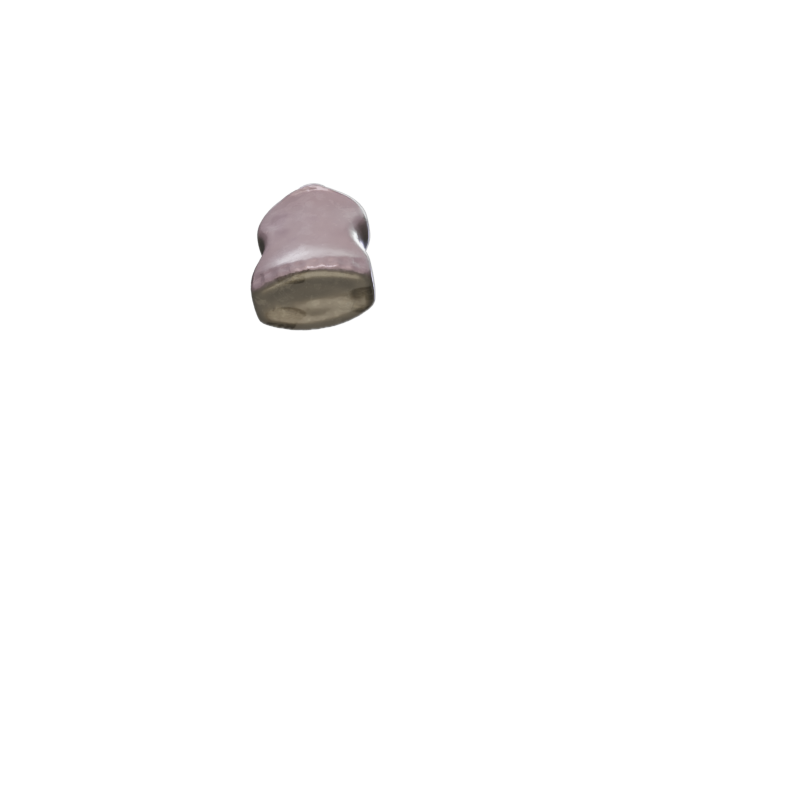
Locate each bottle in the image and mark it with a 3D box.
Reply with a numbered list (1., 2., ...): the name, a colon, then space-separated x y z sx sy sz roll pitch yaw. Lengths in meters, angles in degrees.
1. bottle: -0.073 -0.133 0.937 0.096 0.054 0.204 -11 34 4
